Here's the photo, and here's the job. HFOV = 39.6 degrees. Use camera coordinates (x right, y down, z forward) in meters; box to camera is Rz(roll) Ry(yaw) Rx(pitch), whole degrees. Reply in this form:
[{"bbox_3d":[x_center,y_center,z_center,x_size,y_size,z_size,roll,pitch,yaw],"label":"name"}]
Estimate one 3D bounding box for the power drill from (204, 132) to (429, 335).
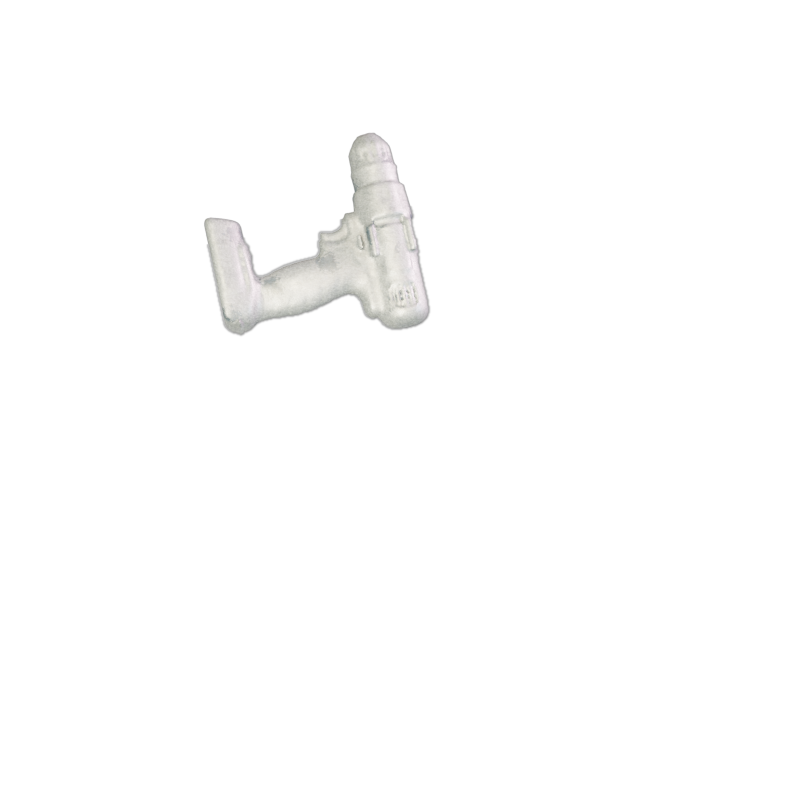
[{"bbox_3d":[-0.078,-0.142,0.997,0.187,0.193,0.055,-11,-16,-4],"label":"power drill"}]
